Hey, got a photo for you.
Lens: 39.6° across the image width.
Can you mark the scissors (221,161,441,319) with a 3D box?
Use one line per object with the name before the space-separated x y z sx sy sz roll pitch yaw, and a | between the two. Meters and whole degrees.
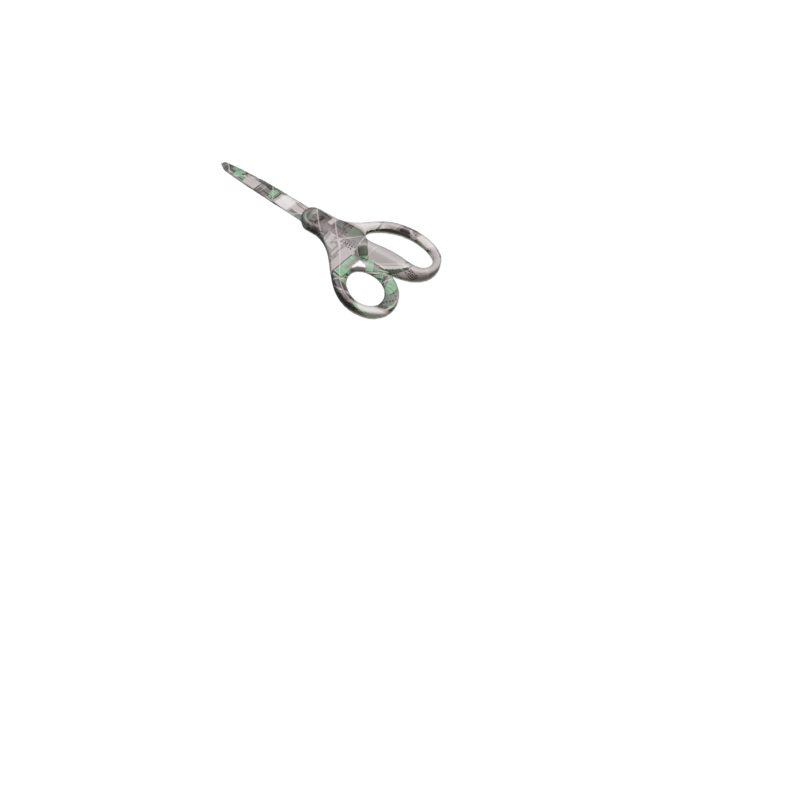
scissors | -0.069 -0.126 0.880 0.207 0.100 0.015 19 -31 12
